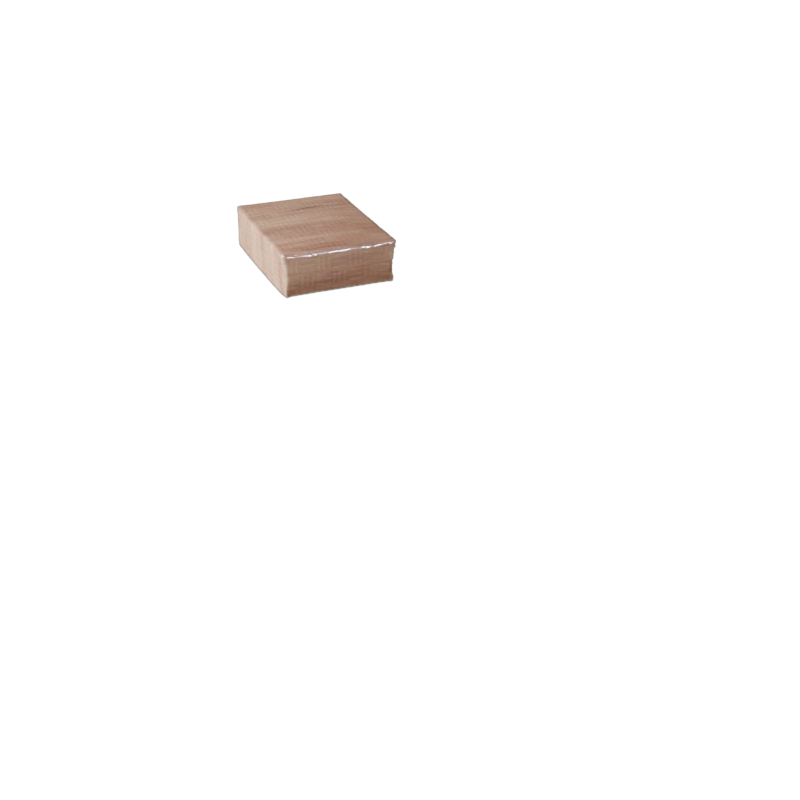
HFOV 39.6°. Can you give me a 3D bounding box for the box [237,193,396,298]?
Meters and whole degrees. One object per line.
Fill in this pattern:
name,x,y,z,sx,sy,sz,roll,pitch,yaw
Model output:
box,-0.067,-0.121,0.850,0.088,0.037,0.122,-12,32,-20
